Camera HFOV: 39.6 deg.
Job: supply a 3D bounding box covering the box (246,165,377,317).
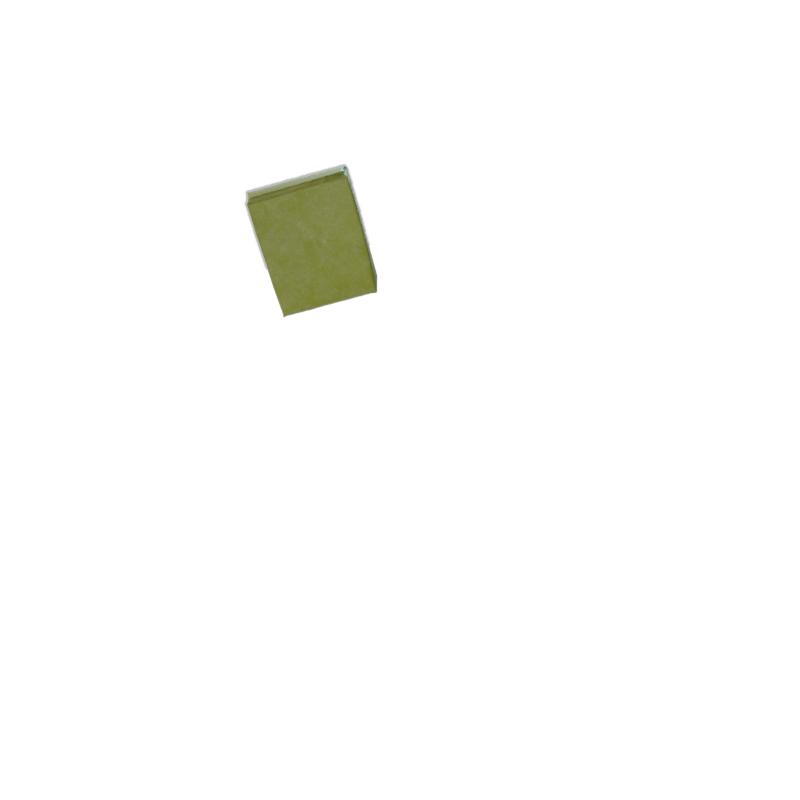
[{"bbox_3d":[-0.075,-0.137,0.956,0.090,0.108,0.041,-14,21,5],"label":"box"}]
